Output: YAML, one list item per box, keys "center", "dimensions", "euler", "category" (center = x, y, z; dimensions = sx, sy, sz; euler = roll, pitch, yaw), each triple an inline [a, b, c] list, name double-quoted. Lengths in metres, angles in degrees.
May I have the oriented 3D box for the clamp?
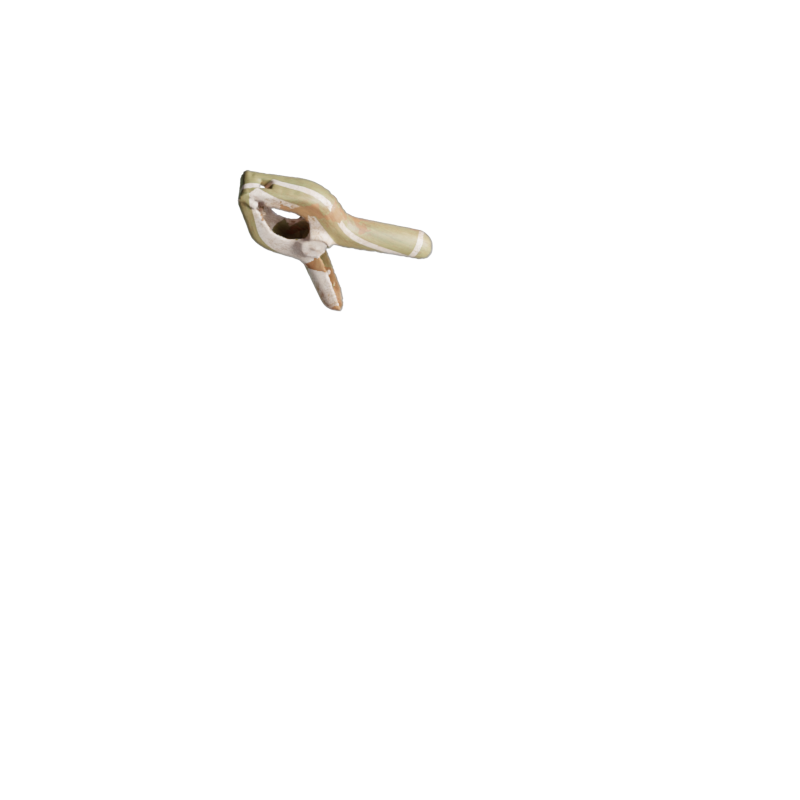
- center: [-0.072, -0.132, 0.925]
  dimensions: [0.163, 0.042, 0.117]
  euler: [26, -50, -25]
  category: "clamp"
